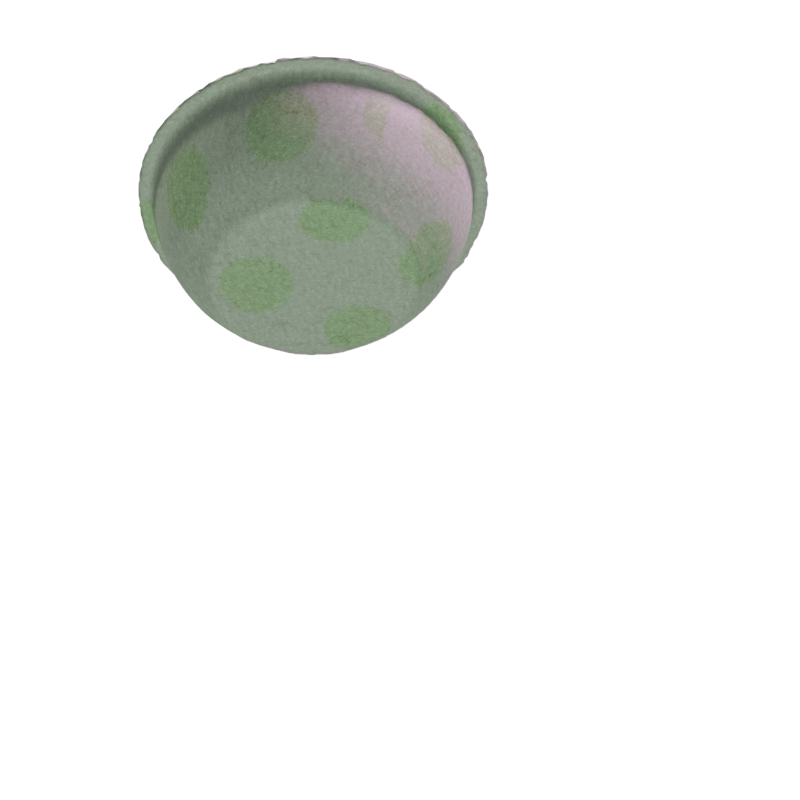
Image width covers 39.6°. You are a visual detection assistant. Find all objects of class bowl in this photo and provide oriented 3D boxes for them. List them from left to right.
[{"bbox_3d":[-0.039,-0.071,0.494,0.162,0.059,0.151,1,-44,-1],"label":"bowl"}]
